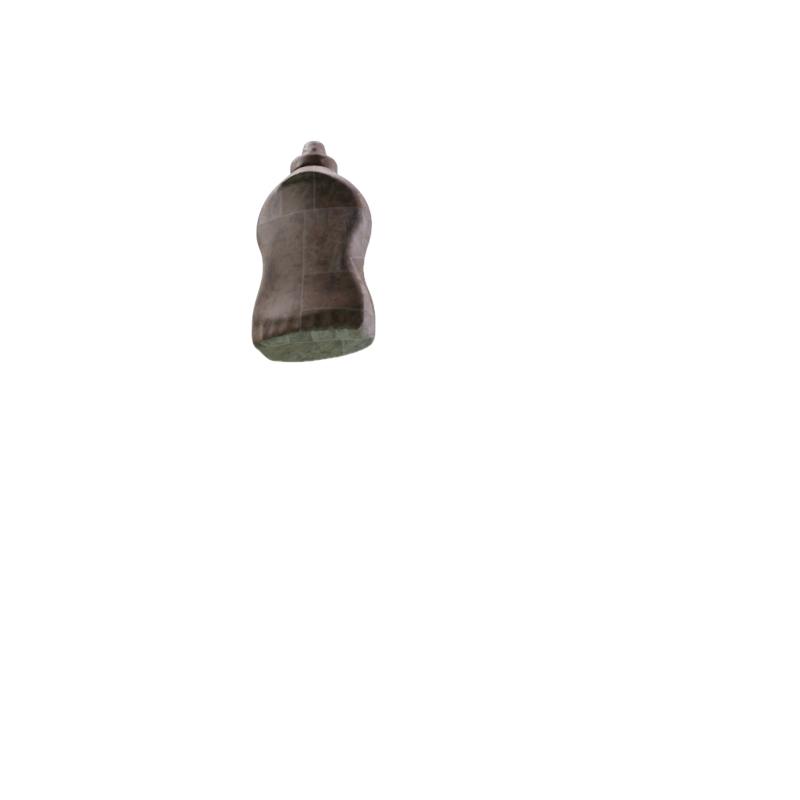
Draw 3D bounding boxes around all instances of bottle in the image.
[{"bbox_3d":[-0.071,-0.130,0.911,0.097,0.203,0.054,-11,-29,18],"label":"bottle"}]
